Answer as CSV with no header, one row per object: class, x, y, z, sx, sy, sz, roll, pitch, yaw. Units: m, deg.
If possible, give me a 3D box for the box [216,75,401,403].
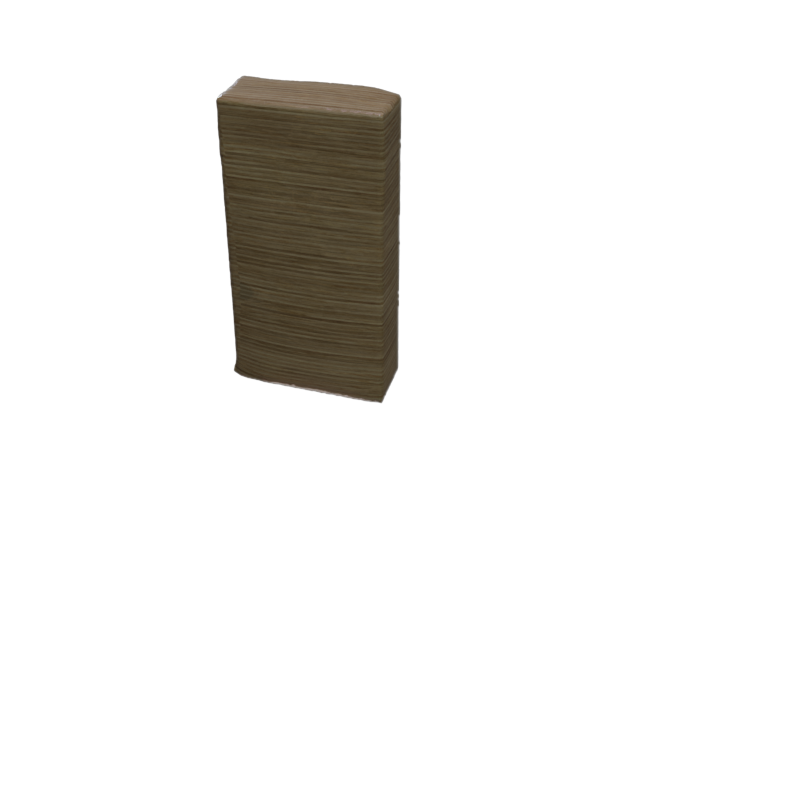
box,-0.048,-0.088,0.615,0.096,0.166,0.050,10,29,15
